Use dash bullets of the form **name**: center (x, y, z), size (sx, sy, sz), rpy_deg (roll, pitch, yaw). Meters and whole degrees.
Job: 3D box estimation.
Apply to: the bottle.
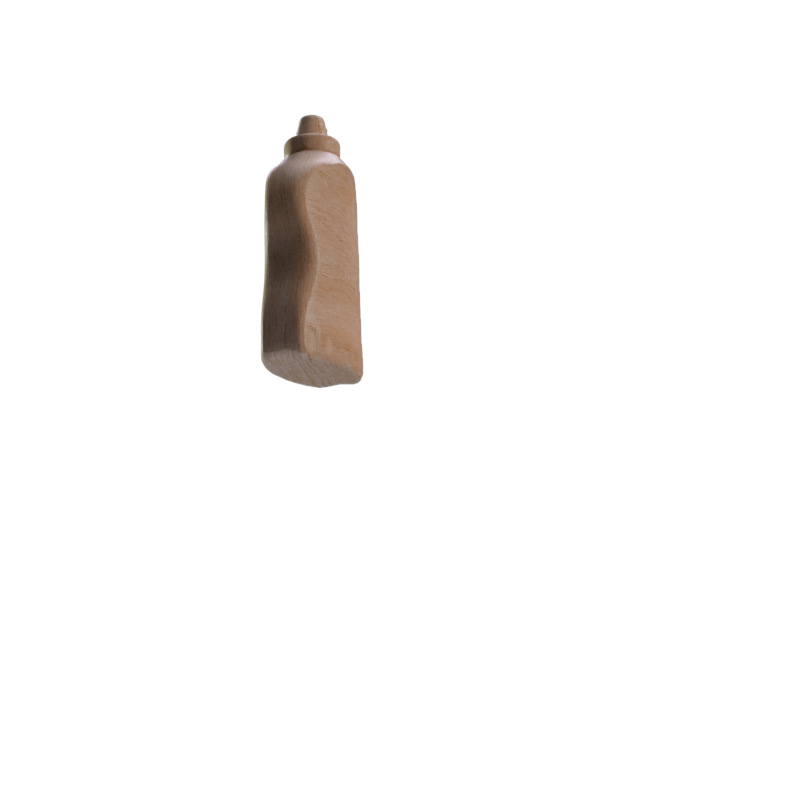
- **bottle**: center (-0.061, -0.111, 0.779), size (0.059, 0.200, 0.090), rpy_deg (-10, -20, 24)
